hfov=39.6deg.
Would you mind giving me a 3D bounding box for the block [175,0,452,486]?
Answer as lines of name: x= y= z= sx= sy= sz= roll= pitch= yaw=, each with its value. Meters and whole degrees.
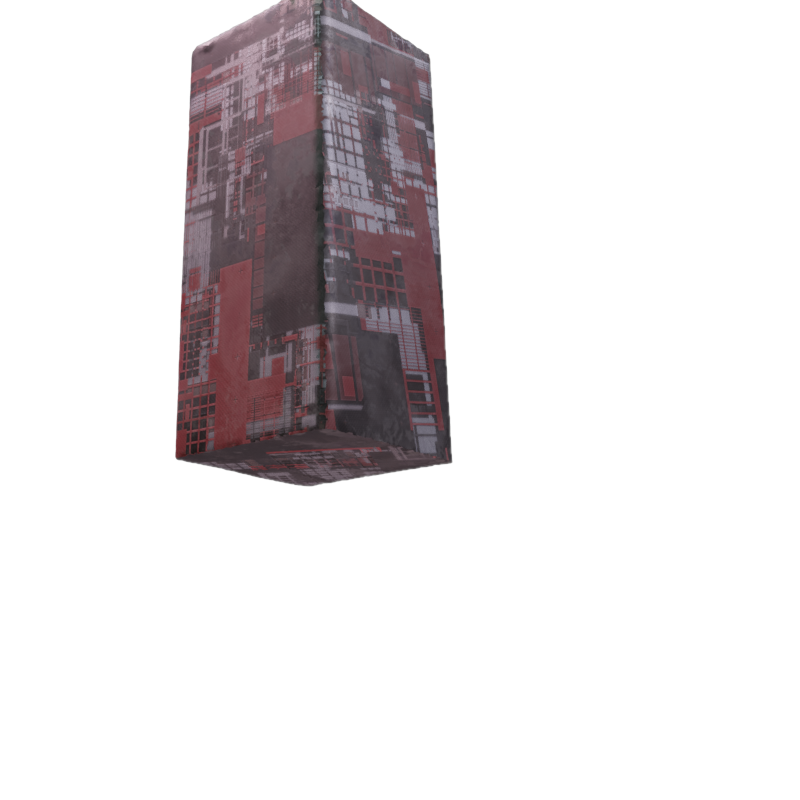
block: x=-0.041 y=-0.074 z=0.519 sx=0.092 sy=0.217 sz=0.084 roll=-17 pitch=-26 yaw=36
